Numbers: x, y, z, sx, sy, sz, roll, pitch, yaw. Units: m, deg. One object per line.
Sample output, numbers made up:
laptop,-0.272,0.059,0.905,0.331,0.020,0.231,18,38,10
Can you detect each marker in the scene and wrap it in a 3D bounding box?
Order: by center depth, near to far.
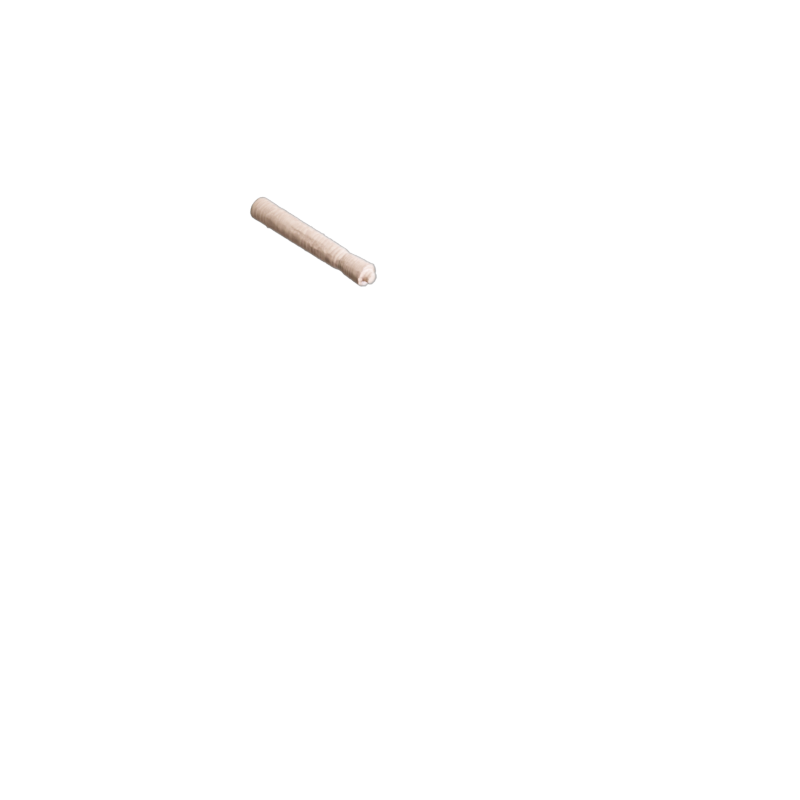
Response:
marker,-0.065,-0.118,0.826,0.129,0.019,0.019,35,23,31
